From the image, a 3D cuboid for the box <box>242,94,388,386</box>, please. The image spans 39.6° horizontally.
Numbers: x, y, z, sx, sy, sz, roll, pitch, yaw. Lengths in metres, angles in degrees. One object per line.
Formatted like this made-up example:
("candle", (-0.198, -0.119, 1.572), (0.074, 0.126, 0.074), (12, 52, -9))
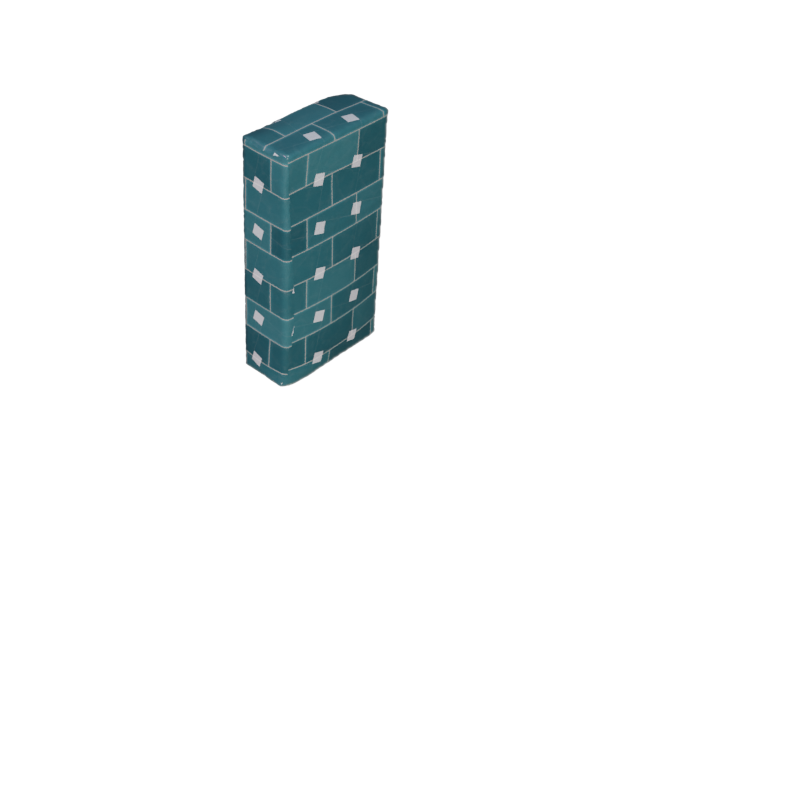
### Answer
("box", (-0.056, -0.103, 0.717), (0.051, 0.165, 0.094), (27, 42, 31))
